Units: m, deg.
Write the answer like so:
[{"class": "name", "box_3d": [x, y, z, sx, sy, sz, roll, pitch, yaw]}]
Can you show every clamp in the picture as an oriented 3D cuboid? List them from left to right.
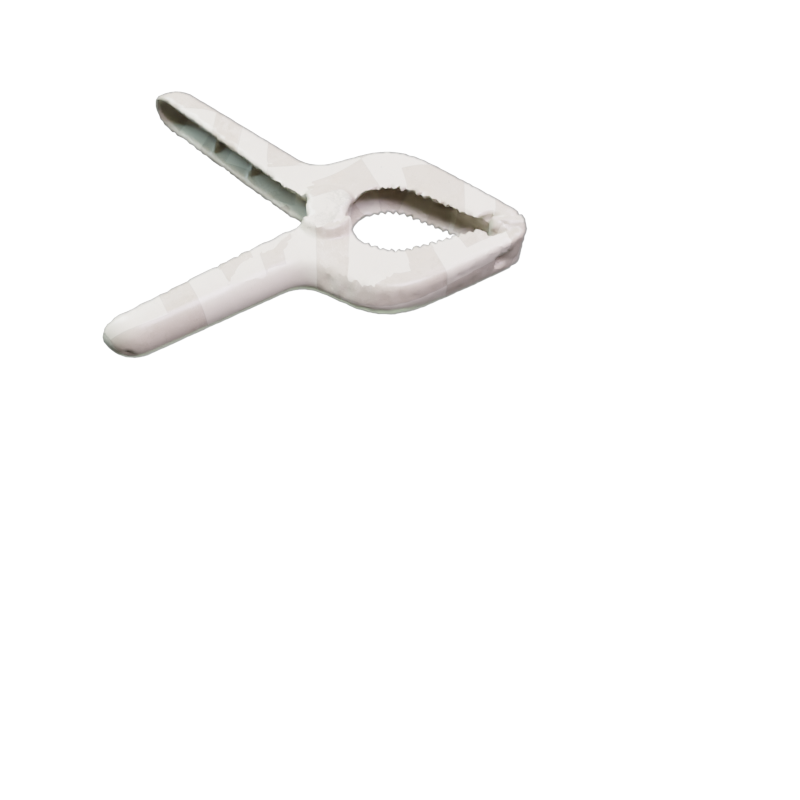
[{"class": "clamp", "box_3d": [-0.044, -0.081, 0.566, 0.212, 0.174, 0.034, 9, -32, 6]}]
